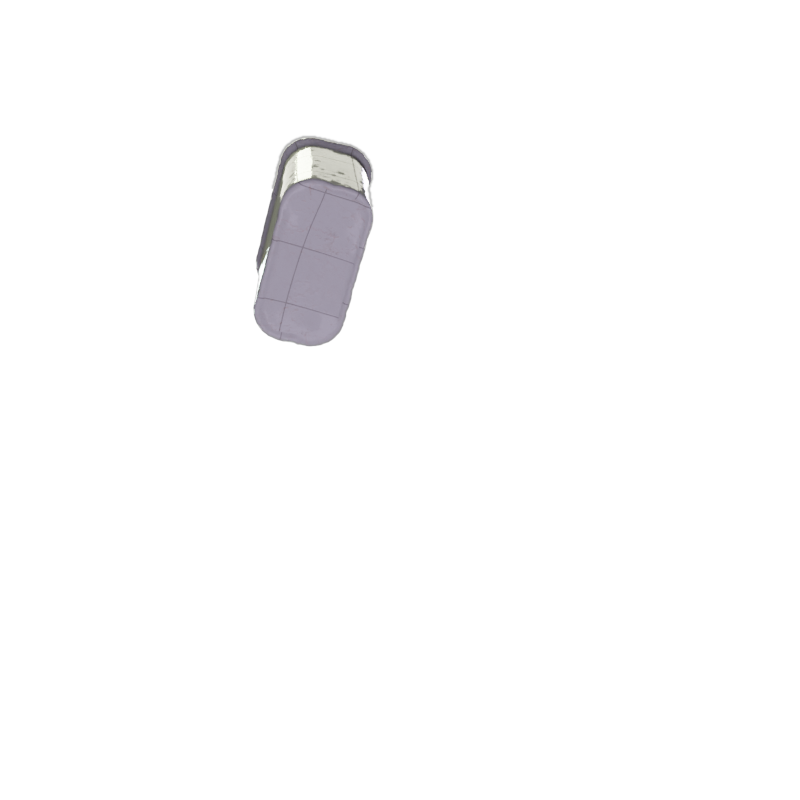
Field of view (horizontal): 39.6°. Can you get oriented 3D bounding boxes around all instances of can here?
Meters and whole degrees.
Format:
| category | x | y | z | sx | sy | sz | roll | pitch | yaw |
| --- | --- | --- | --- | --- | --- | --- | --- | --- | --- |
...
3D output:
| category | x | y | z | sx | sy | sz | roll | pitch | yaw |
| --- | --- | --- | --- | --- | --- | --- | --- | --- | --- |
| can | -0.050 | -0.092 | 0.644 | 0.057 | 0.098 | 0.088 | 13 | 22 | -9 |
